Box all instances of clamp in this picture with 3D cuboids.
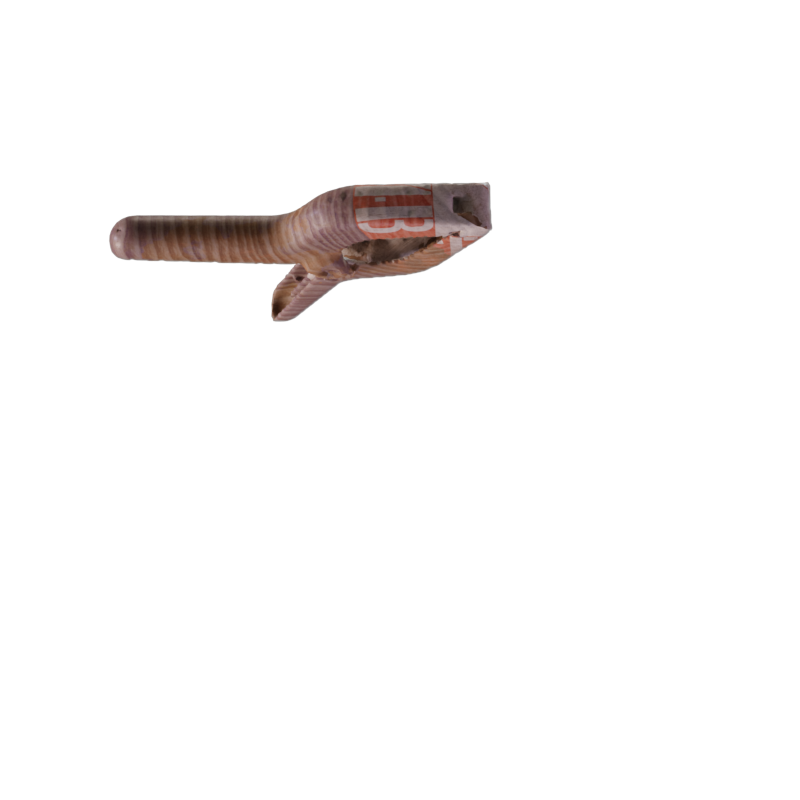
[{"bbox_3d":[-0.049,-0.090,0.632,0.214,0.038,0.155,-11,-17,39],"label":"clamp"}]
